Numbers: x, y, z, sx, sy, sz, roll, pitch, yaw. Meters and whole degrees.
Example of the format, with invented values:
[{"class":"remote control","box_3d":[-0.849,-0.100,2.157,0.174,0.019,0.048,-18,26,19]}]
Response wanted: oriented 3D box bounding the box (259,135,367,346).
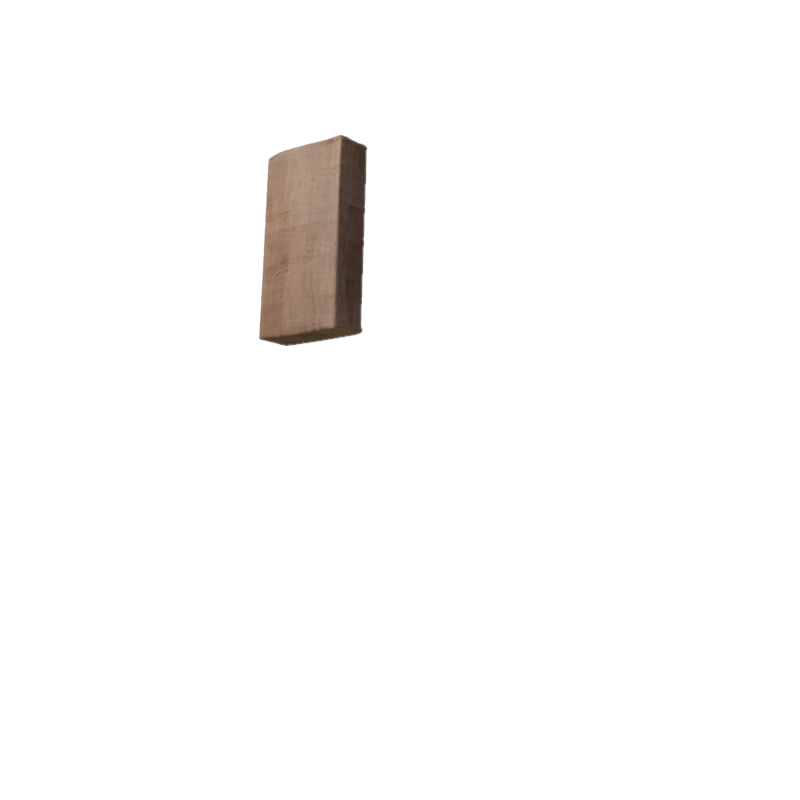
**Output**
[{"class":"box","box_3d":[-0.078,-0.142,0.995,0.095,0.182,0.045,-11,-17,38]}]
